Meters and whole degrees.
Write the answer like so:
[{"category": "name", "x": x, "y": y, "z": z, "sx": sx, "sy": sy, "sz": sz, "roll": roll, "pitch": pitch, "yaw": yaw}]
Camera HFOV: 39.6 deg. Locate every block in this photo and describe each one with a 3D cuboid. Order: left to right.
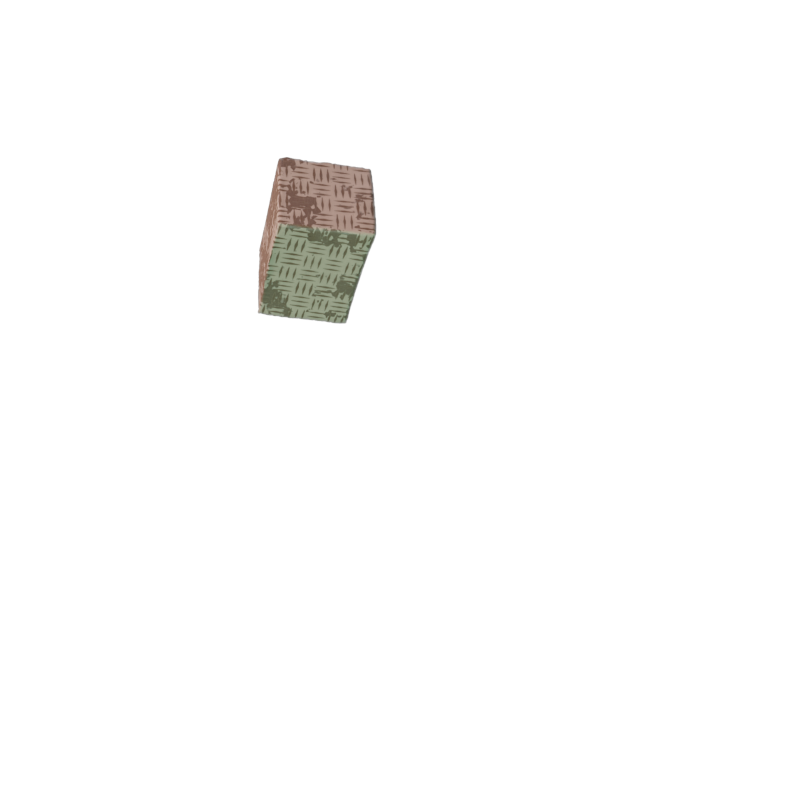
[{"category": "block", "x": -0.048, "y": -0.087, "z": 0.608, "sx": 0.052, "sy": 0.055, "sz": 0.074, "roll": 7, "pitch": -38, "yaw": -12}]
